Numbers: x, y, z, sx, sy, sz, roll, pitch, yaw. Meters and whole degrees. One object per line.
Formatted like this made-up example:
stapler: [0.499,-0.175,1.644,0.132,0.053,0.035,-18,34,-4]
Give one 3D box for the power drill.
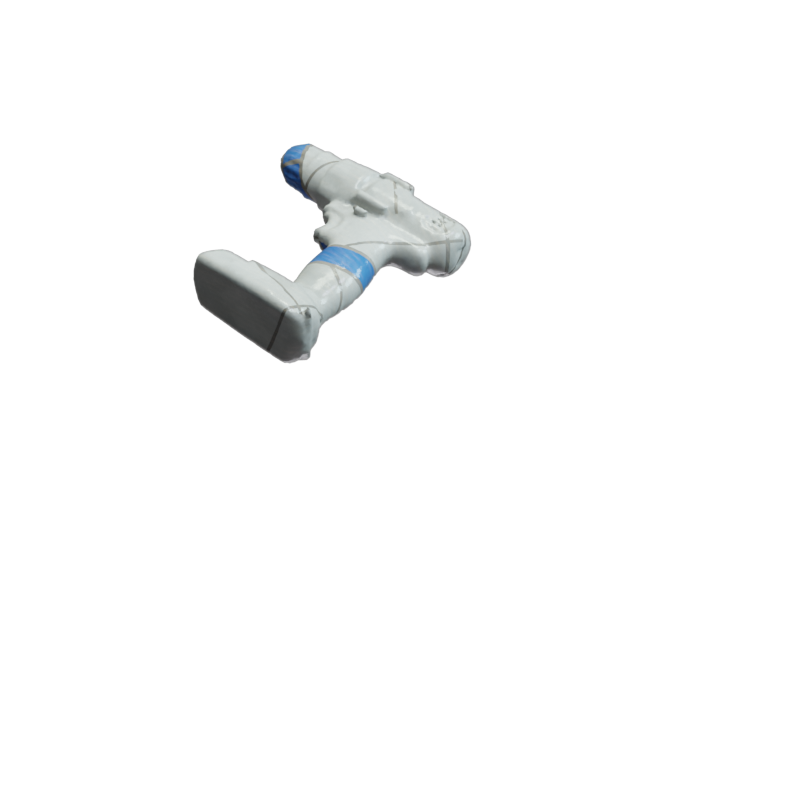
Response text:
power drill: [-0.067,-0.122,0.853,0.196,0.053,0.190,31,52,28]
